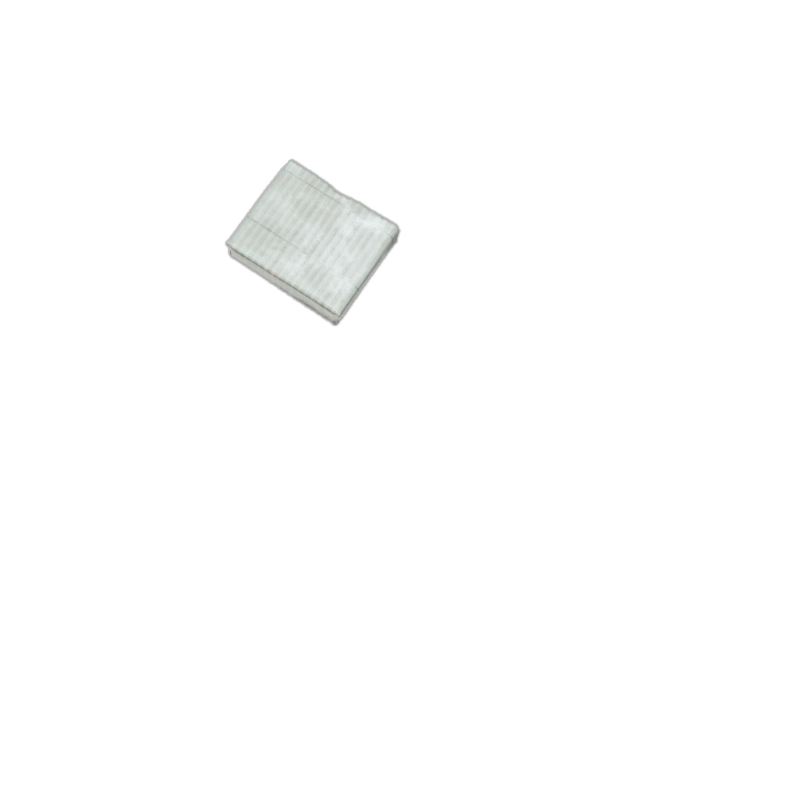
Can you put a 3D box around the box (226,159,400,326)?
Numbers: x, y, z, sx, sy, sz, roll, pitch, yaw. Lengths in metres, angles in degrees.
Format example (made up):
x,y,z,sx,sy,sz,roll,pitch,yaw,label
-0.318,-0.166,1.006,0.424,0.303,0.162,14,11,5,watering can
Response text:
x,y,z,sx,sy,sz,roll,pitch,yaw,label
-0.057,-0.104,0.728,0.091,0.074,0.029,33,-15,9,box
